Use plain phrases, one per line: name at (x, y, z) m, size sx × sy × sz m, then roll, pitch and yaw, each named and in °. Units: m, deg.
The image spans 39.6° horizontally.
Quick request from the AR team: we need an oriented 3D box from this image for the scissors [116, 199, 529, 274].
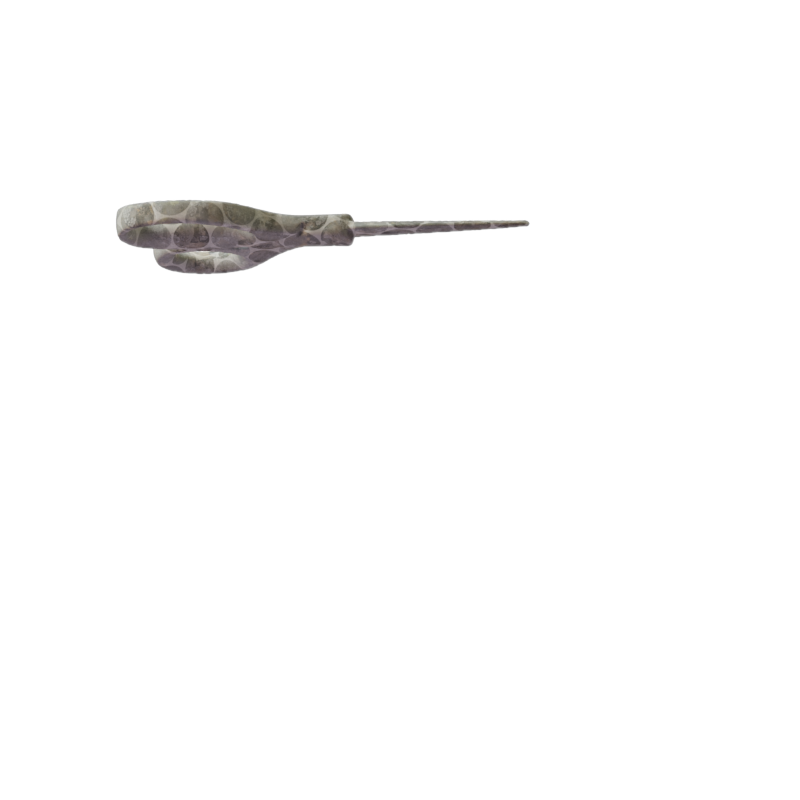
scissors at (-0.045, -0.082, 0.575) m, size 0.199 × 0.016 × 0.094 m, roll 2°, pitch -10°, yaw -10°
